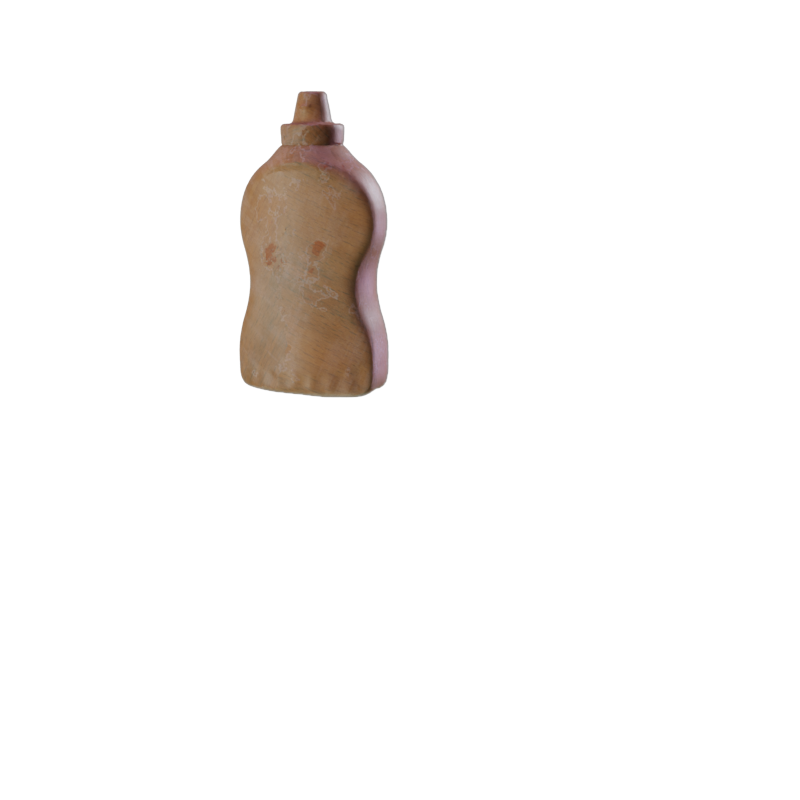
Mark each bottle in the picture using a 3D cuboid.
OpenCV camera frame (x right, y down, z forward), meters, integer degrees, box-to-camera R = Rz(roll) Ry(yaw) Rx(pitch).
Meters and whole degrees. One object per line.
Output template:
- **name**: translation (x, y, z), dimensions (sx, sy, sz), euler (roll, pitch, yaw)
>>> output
- **bottle**: translation (-0.056, -0.102, 0.714), dimensions (0.099, 0.189, 0.057), euler (3, 6, 25)
